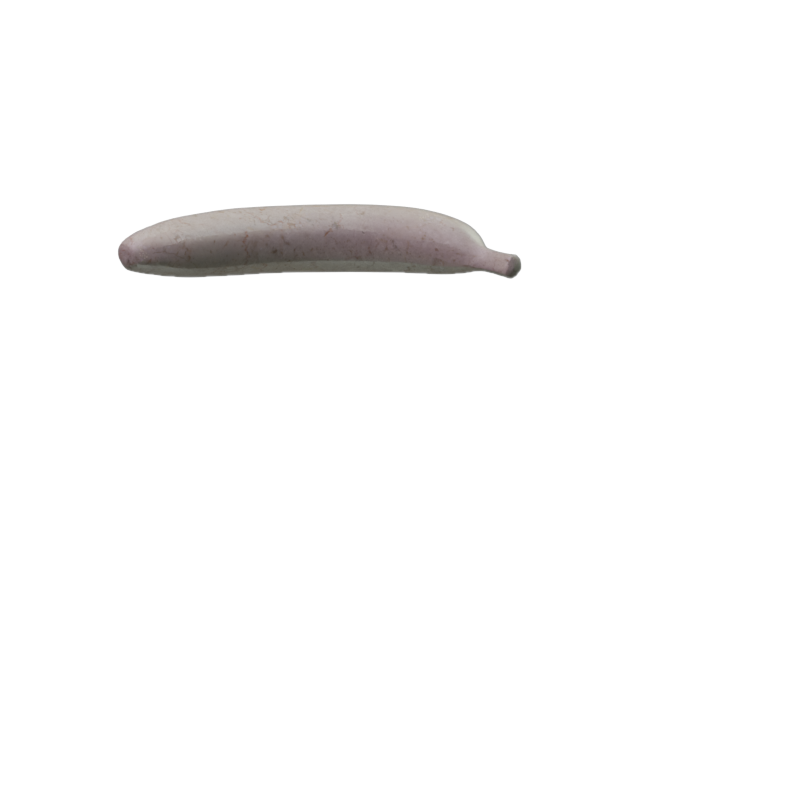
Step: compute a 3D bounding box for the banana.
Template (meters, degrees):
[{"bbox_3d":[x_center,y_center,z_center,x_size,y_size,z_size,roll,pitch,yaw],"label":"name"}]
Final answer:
[{"bbox_3d":[-0.043,-0.082,0.568,0.196,0.036,0.071,-1,9,-7],"label":"banana"}]
